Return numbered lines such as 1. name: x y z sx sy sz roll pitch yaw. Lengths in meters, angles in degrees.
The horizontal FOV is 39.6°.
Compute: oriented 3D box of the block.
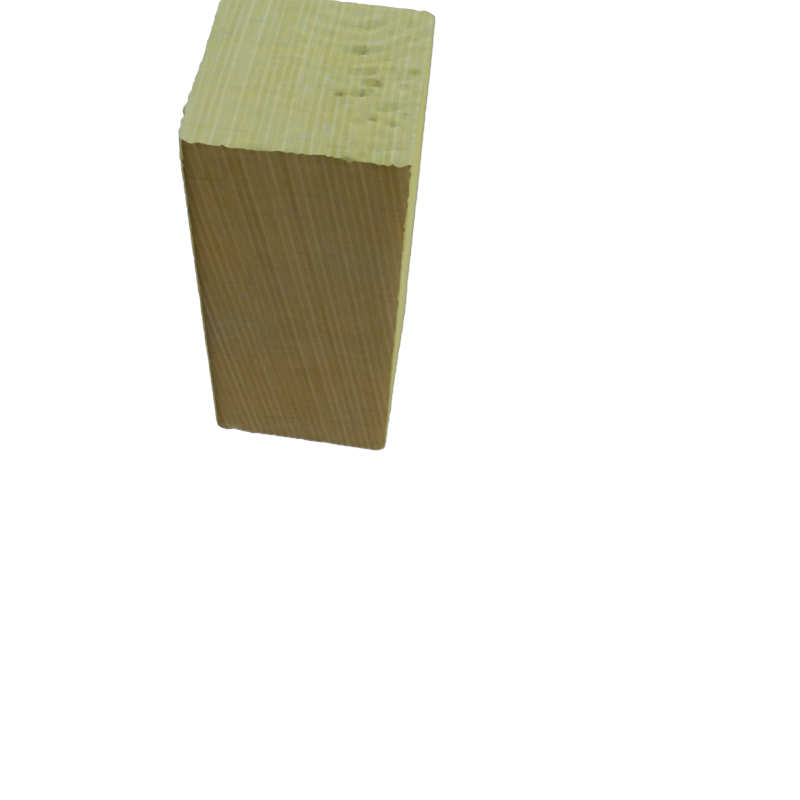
1. block: -0.040 -0.072 0.505 0.091 0.096 0.193 8 -34 2
